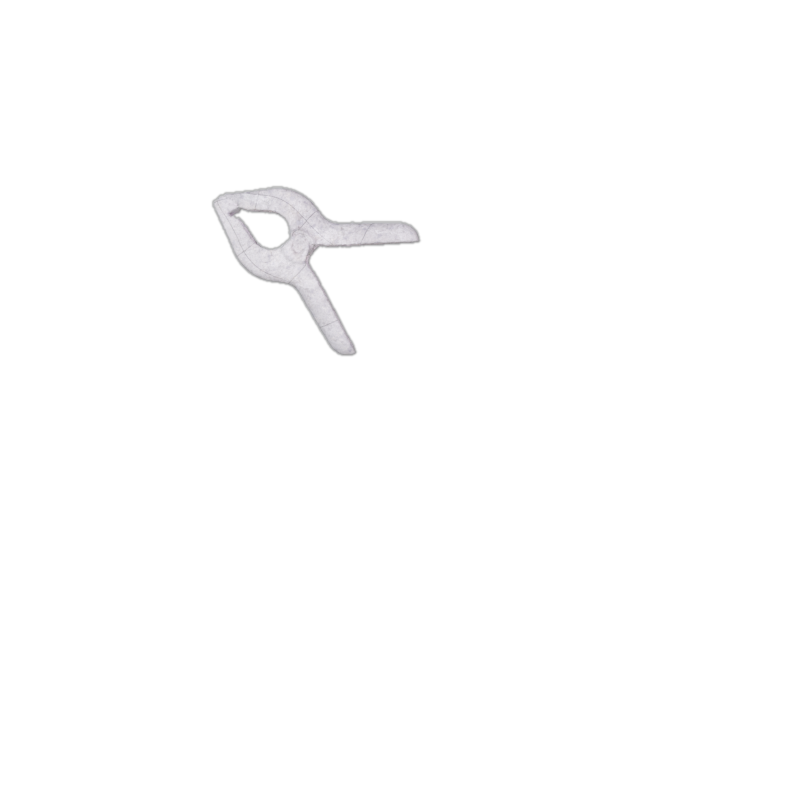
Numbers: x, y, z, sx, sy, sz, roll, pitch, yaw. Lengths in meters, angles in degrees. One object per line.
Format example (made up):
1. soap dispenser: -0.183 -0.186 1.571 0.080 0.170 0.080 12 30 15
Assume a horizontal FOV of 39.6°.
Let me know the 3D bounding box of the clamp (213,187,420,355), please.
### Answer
1. clamp: -0.073 -0.133 0.929 0.174 0.121 0.038 38 -6 5
